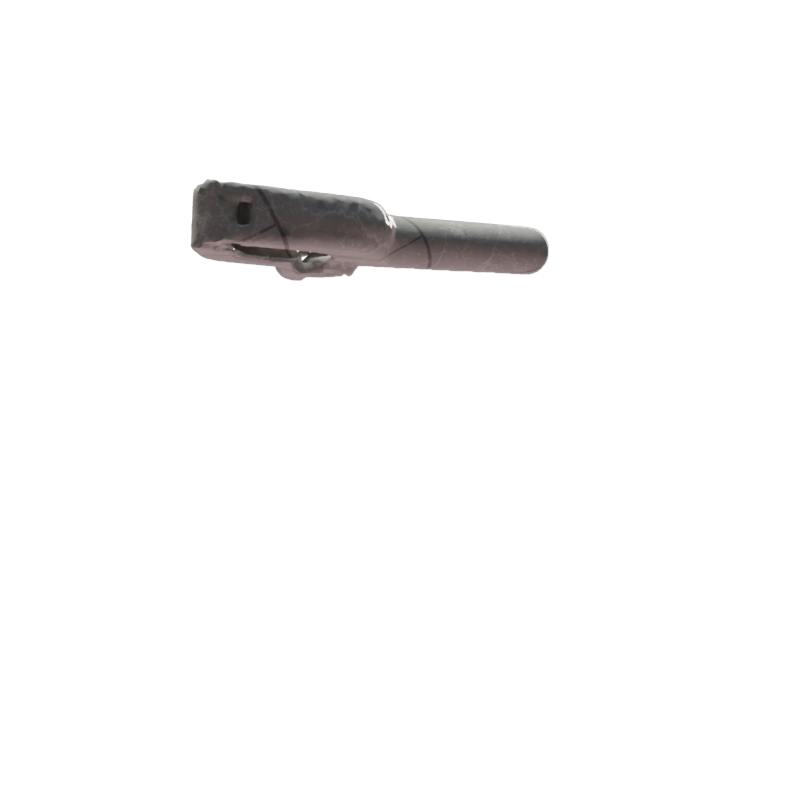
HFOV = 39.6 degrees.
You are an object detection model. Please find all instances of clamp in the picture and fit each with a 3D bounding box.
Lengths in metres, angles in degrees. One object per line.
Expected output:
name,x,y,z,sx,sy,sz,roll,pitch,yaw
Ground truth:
clamp,-0.043,-0.079,0.555,0.170,0.037,0.201,1,1,35
